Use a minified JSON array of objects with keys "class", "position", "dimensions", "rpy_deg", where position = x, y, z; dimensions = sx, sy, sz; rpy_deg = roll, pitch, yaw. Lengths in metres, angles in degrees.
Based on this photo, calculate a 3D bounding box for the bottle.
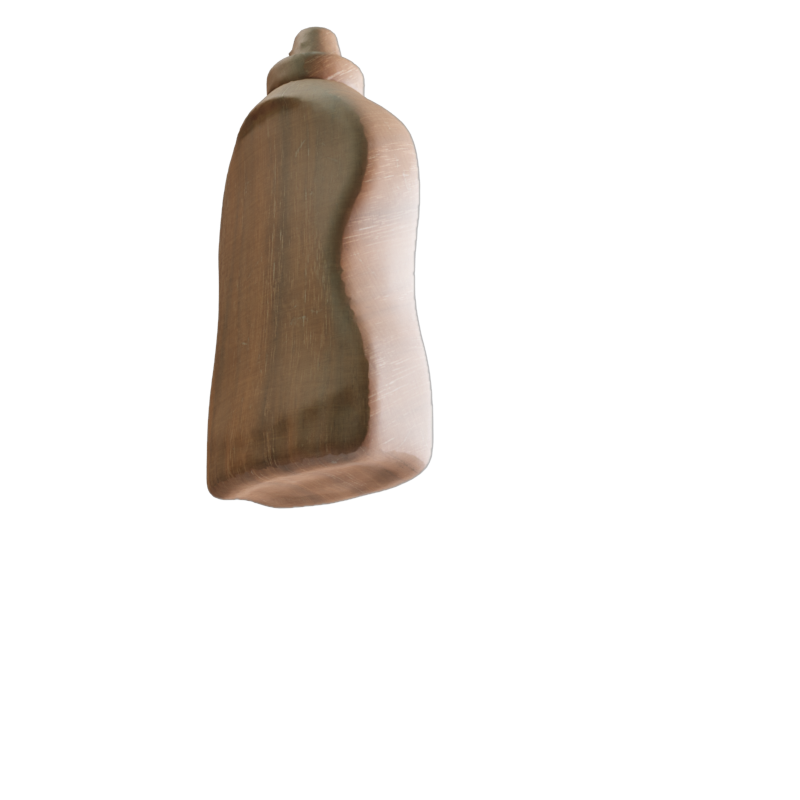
[{"class":"bottle","position":[-0.033,-0.061,0.430],"dimensions":[0.055,0.202,0.096],"rpy_deg":[17,-28,-37]}]
